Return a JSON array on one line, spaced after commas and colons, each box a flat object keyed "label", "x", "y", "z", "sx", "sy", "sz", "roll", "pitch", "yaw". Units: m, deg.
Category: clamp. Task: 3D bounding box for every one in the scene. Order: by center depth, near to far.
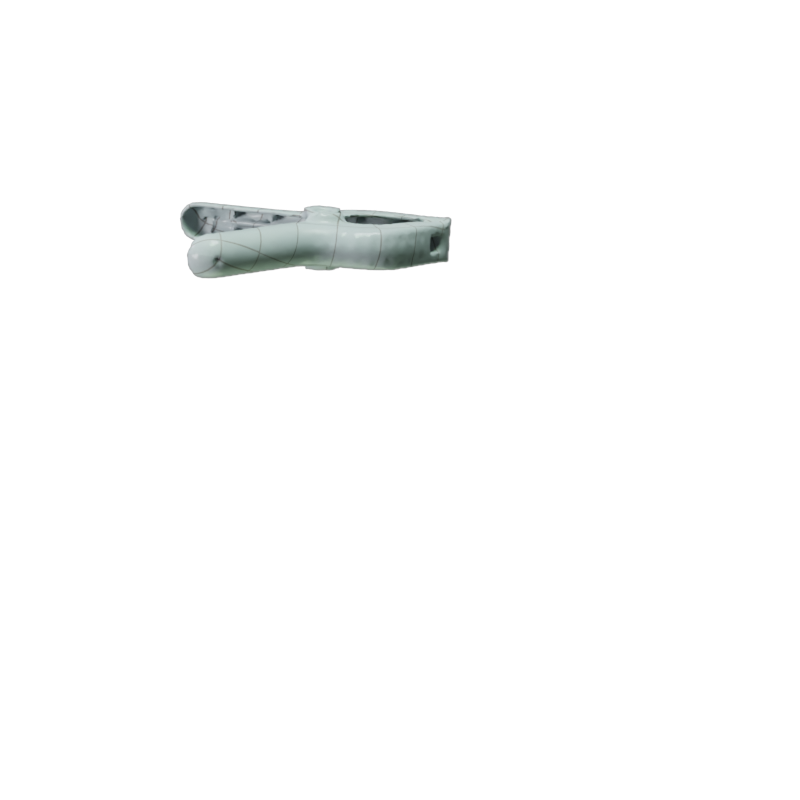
[{"label": "clamp", "x": -0.052, "y": -0.095, "z": 0.666, "sx": 0.171, "sy": 0.037, "sz": 0.126, "roll": -1, "pitch": 25, "yaw": -1}]
